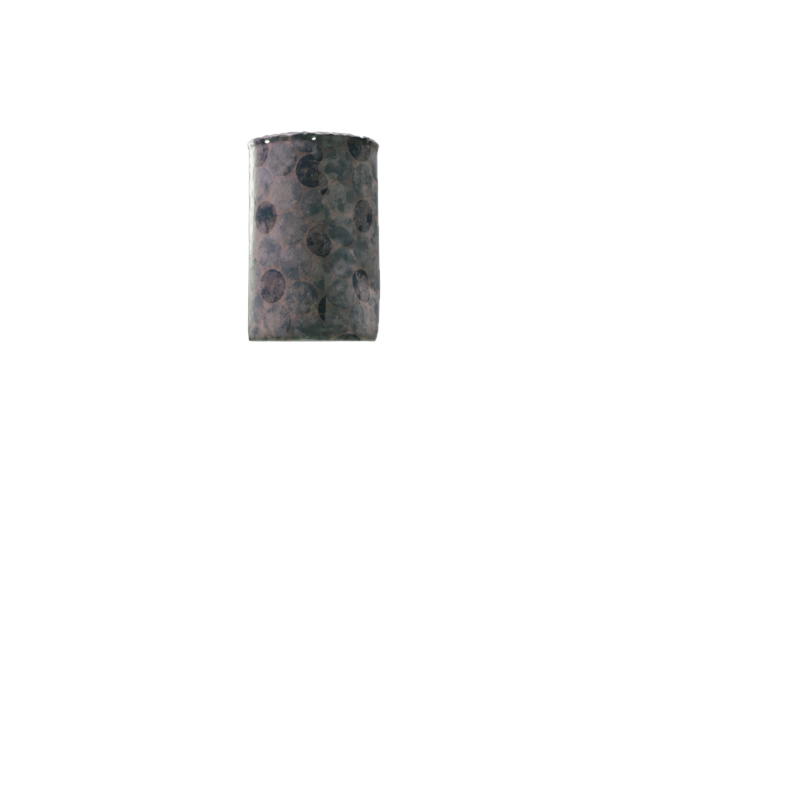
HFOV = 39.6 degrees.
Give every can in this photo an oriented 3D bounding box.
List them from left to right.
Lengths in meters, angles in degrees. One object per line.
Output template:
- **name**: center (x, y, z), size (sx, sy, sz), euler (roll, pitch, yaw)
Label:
- **can**: center (-0.044, -0.081, 0.568), size (0.068, 0.103, 0.068), euler (0, -3, -2)
